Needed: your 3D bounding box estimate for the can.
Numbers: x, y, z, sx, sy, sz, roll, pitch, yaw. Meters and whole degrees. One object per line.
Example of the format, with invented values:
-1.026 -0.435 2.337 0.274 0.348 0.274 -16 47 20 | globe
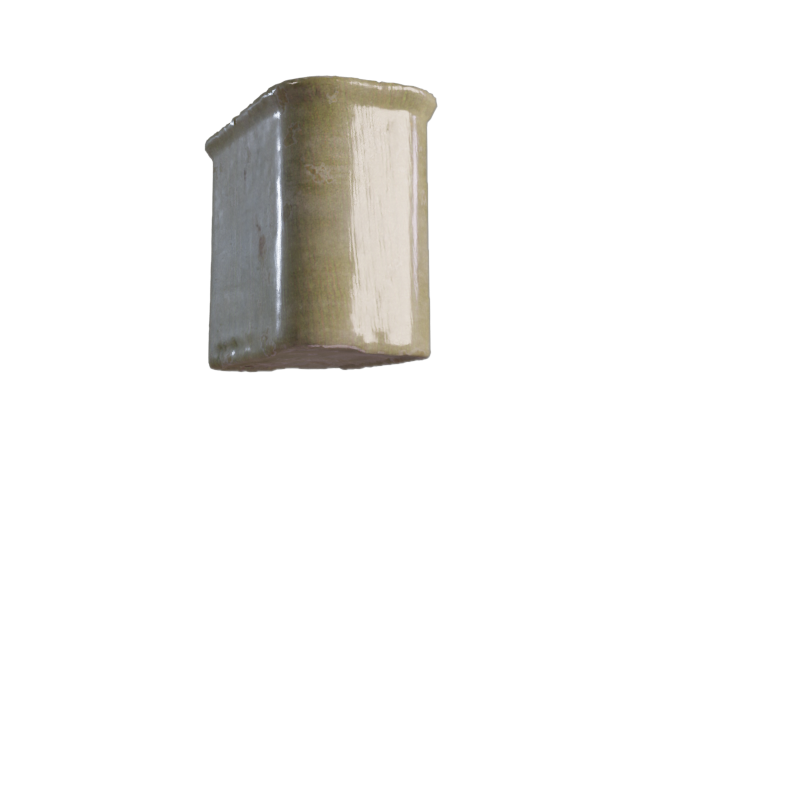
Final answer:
-0.030 -0.054 0.378 0.056 0.085 0.103 3 -6 -26 | can
